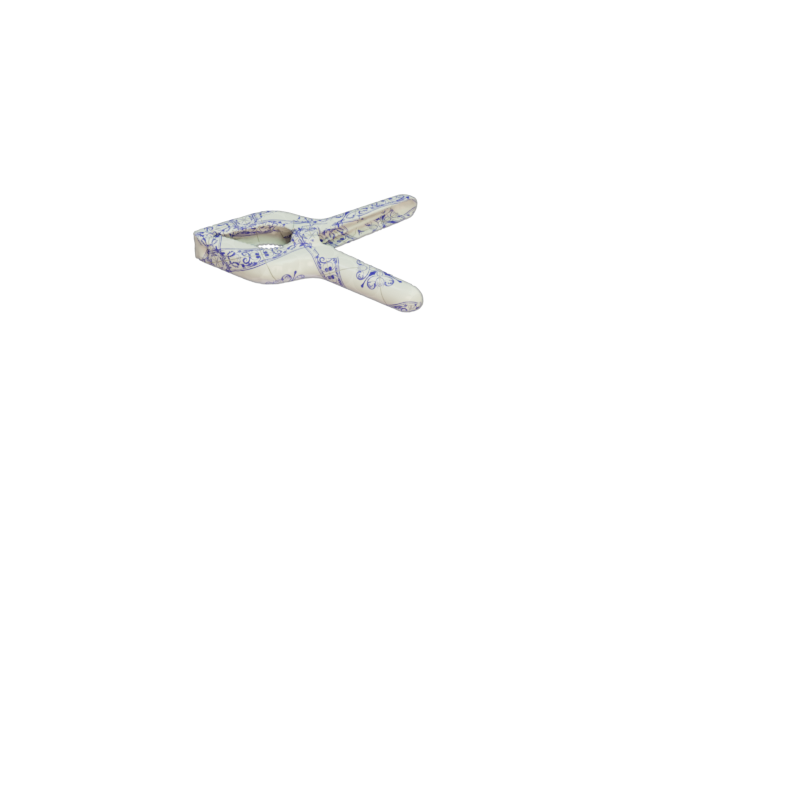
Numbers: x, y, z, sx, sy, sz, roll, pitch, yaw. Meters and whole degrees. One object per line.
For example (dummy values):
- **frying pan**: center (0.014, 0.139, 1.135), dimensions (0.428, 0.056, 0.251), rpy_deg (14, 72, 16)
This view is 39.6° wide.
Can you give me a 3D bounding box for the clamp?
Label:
- **clamp**: center (-0.078, -0.142, 0.998), dimensions (0.212, 0.034, 0.174), rpy_deg (5, 38, 6)
